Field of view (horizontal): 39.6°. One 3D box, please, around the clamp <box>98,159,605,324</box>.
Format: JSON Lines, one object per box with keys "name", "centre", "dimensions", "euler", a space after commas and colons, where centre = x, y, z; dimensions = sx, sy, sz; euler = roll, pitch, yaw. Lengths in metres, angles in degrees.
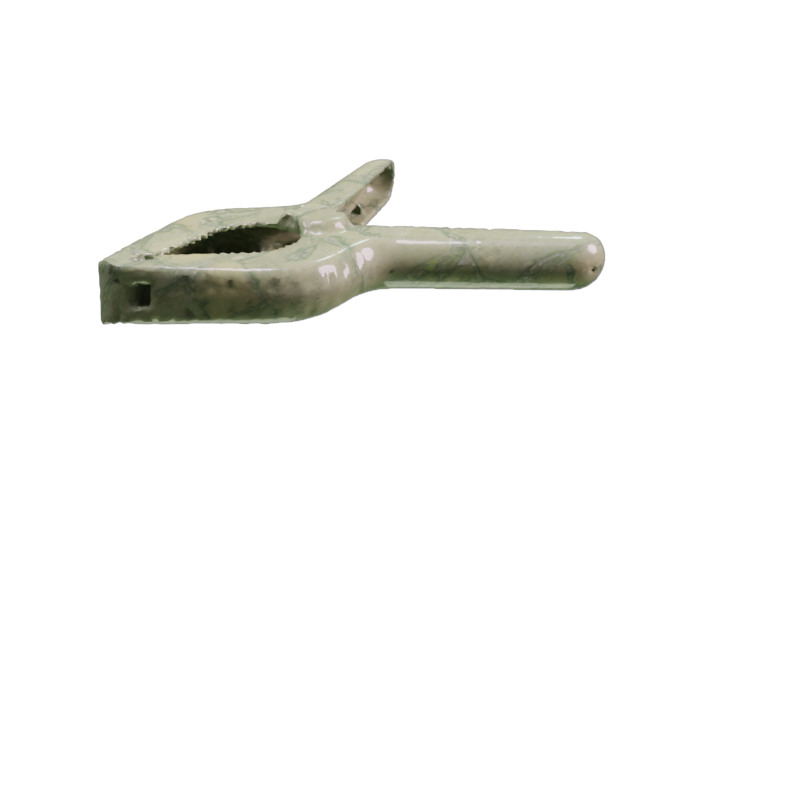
{"name": "clamp", "centre": [-0.039, -0.072, 0.503], "dimensions": [0.206, 0.035, 0.176], "euler": [-13, 28, -25]}
